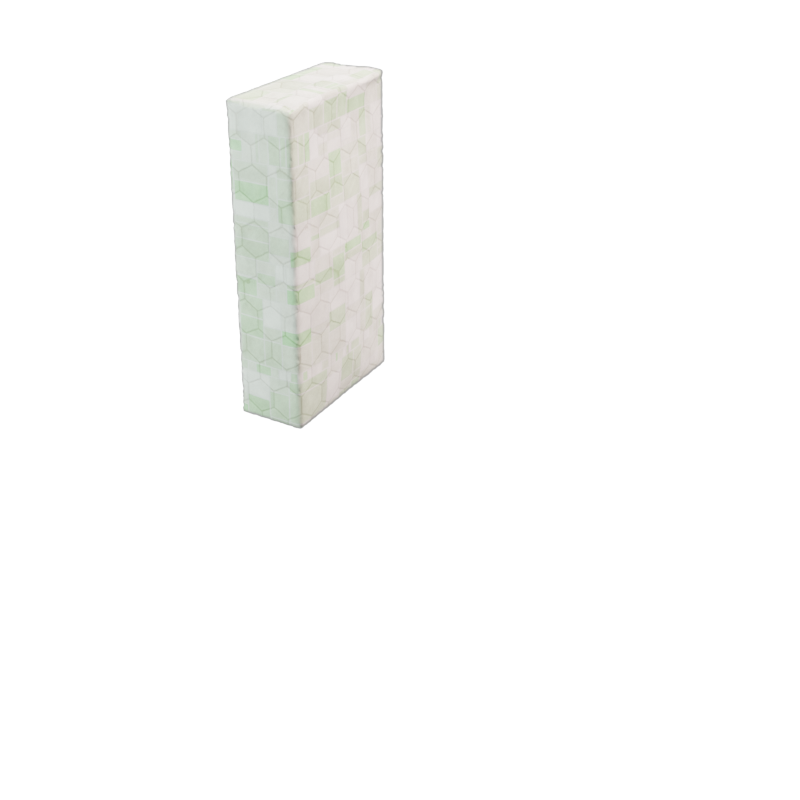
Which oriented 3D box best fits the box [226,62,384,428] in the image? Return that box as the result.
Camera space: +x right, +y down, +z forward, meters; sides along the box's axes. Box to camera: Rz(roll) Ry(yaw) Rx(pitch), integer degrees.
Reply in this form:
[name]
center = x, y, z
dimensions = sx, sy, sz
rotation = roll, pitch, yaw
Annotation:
[box]
center = -0.047, -0.085, 0.597
dimensions = 0.050, 0.167, 0.094
rotation = 15, 29, 26
